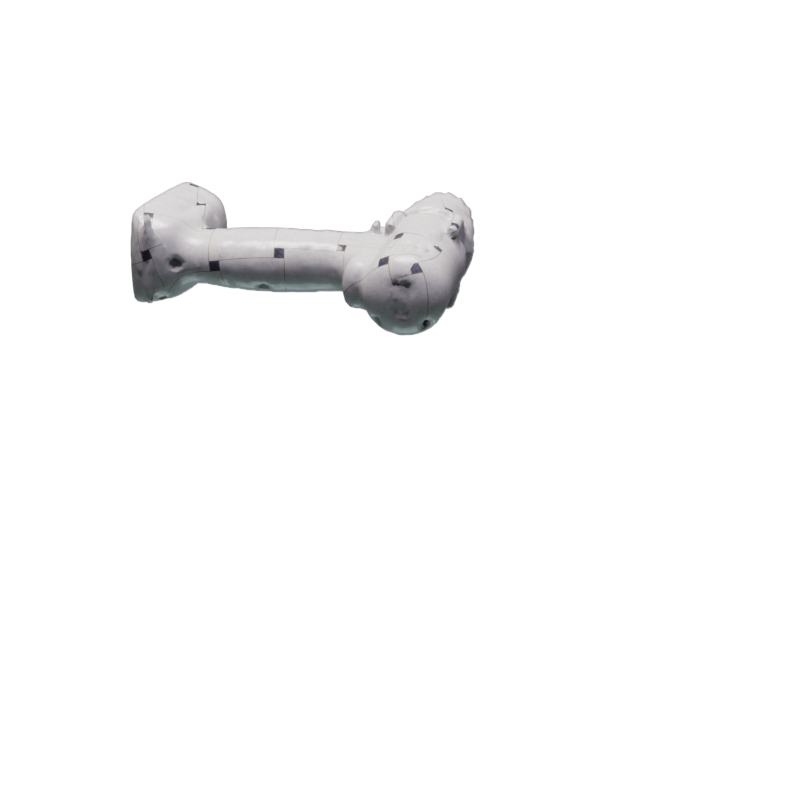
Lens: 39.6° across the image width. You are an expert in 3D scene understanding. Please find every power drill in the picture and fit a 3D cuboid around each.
[{"bbox_3d":[-0.051,-0.094,0.656,0.191,0.055,0.189,4,21,10],"label":"power drill"}]
